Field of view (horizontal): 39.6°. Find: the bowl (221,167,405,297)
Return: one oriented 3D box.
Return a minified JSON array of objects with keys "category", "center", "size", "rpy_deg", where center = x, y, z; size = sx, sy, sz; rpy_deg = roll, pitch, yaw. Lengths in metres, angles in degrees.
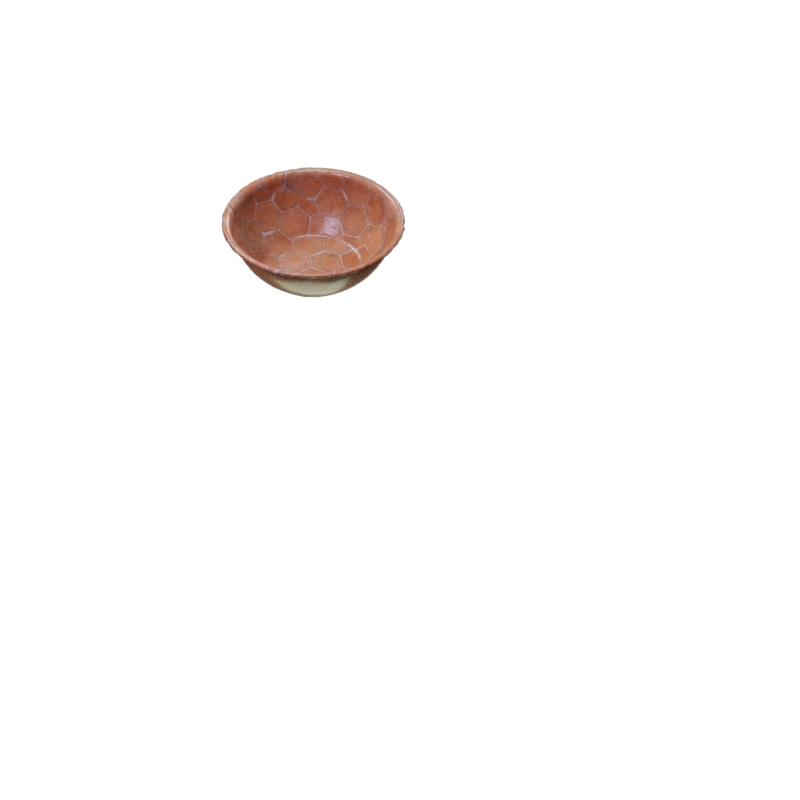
[{"category":"bowl","center":[-0.078,-0.142,0.992],"size":[0.162,0.051,0.174],"rpy_deg":[-1,42,-1]}]
